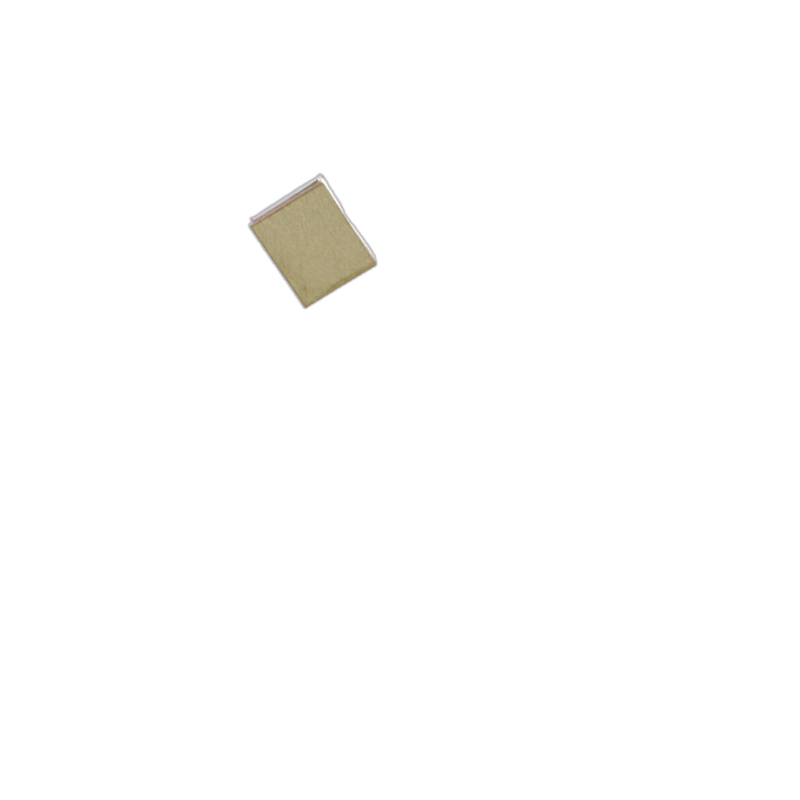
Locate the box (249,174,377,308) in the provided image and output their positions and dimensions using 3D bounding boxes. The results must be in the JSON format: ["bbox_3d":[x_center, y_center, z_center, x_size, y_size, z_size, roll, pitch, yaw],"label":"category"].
[{"bbox_3d":[-0.073,-0.134,0.938,0.073,0.086,0.031,-32,14,8],"label":"box"}]
